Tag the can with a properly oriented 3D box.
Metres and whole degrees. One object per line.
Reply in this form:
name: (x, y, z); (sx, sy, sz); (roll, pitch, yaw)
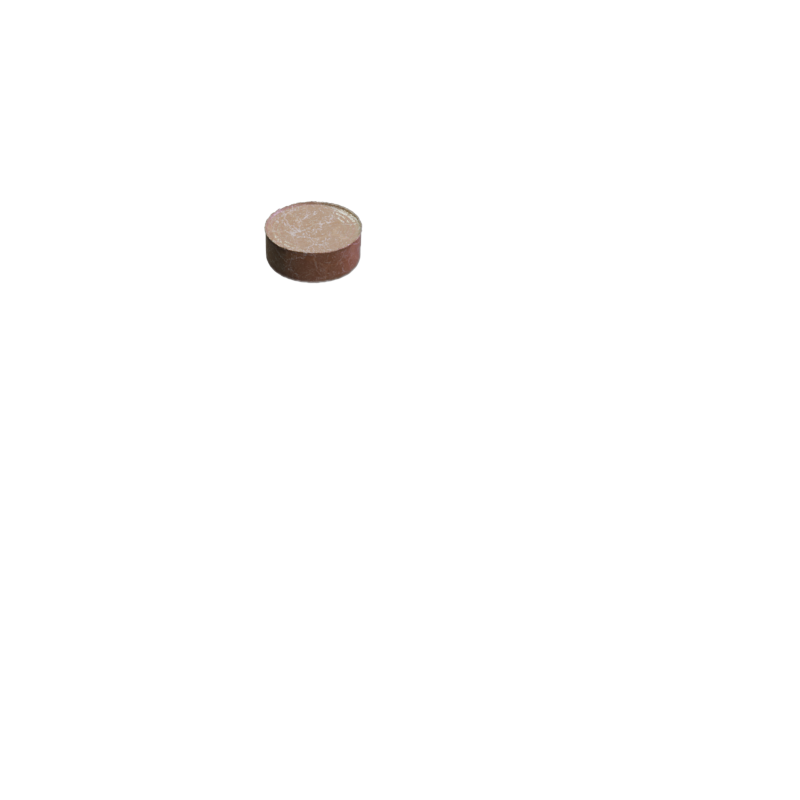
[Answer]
can: (-0.077, -0.140, 0.978); (0.086, 0.031, 0.092); (-1, 38, -2)
